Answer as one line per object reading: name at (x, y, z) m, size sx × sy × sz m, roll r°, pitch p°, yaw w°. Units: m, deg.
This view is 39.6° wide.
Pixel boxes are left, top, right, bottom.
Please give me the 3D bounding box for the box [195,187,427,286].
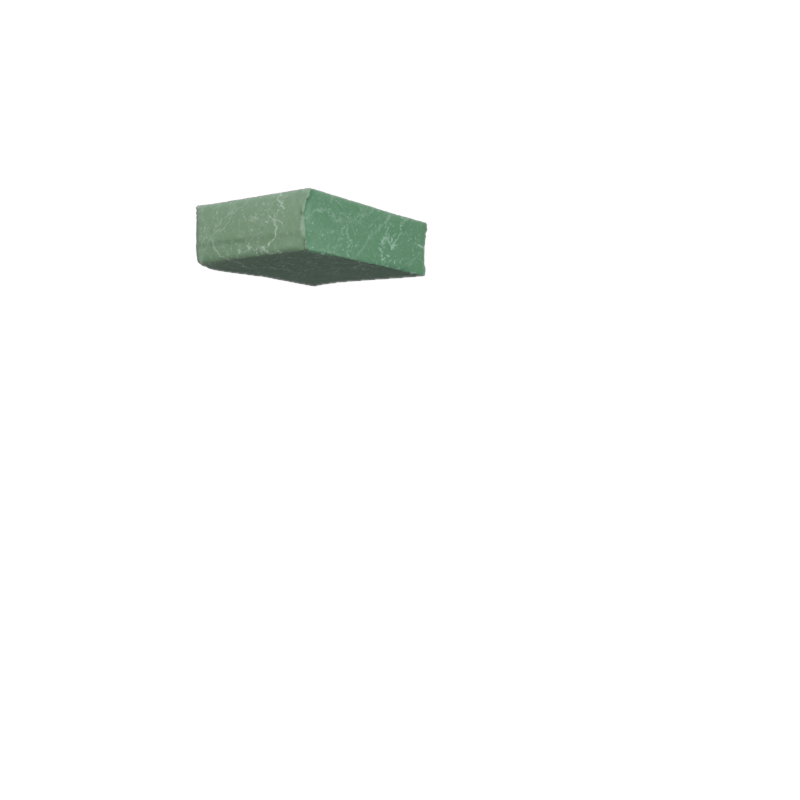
box at (-0.052, -0.094, 0.658) m, size 0.093 × 0.039 × 0.108 m, roll -2°, pitch -3°, yaw 38°
